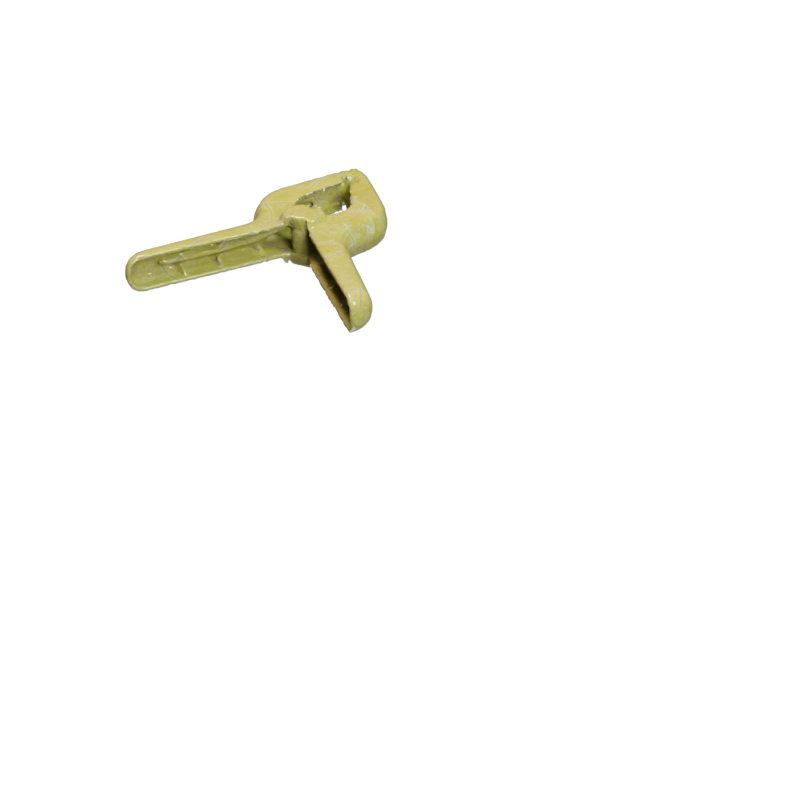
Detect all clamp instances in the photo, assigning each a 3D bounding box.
[{"bbox_3d":[-0.058,-0.106,0.745,0.172,0.034,0.213,15,34,24],"label":"clamp"}]
